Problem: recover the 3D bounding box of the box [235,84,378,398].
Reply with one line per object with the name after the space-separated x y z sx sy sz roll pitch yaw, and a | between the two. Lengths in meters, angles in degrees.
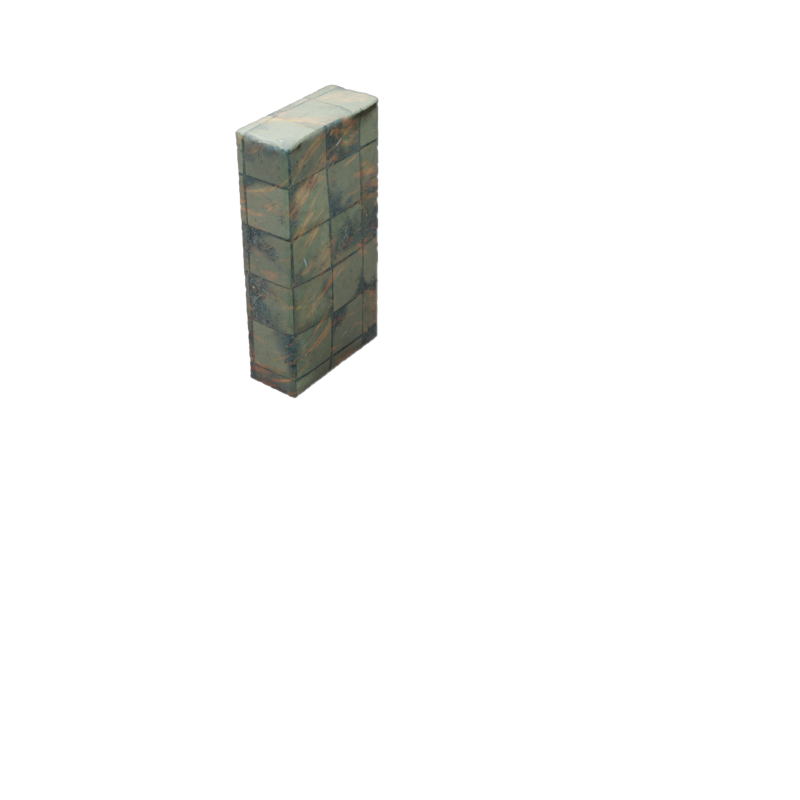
-0.054 -0.099 0.697 0.051 0.165 0.094 23 40 27 | box
